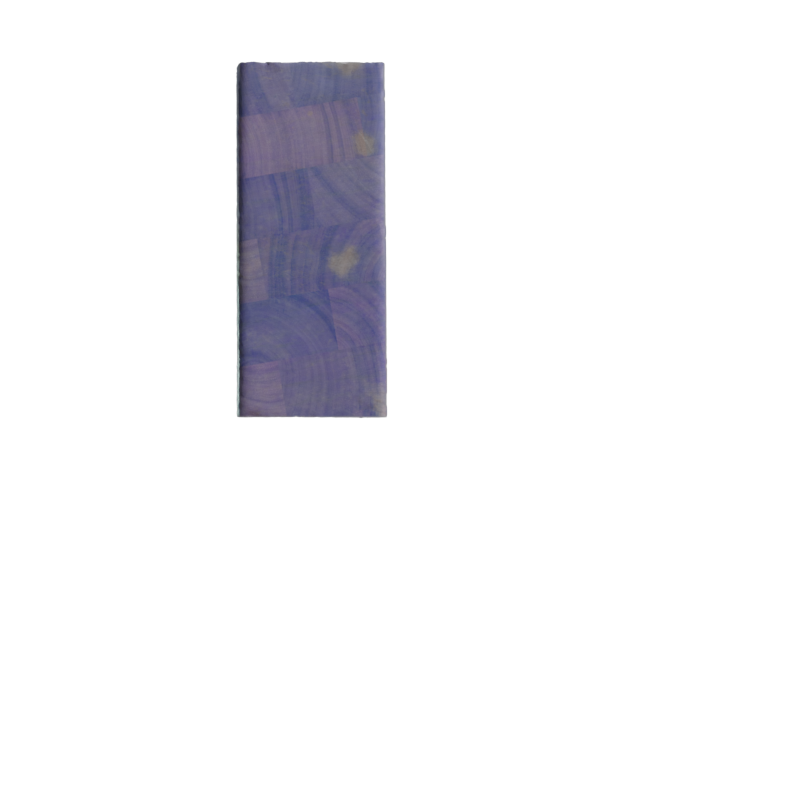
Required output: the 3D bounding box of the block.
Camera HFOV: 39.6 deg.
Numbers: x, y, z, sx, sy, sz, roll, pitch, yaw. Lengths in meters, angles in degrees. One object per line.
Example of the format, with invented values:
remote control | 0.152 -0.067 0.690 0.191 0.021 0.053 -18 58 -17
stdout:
block | -0.054 -0.098 0.685 0.090 0.207 0.090 0 -1 -1
